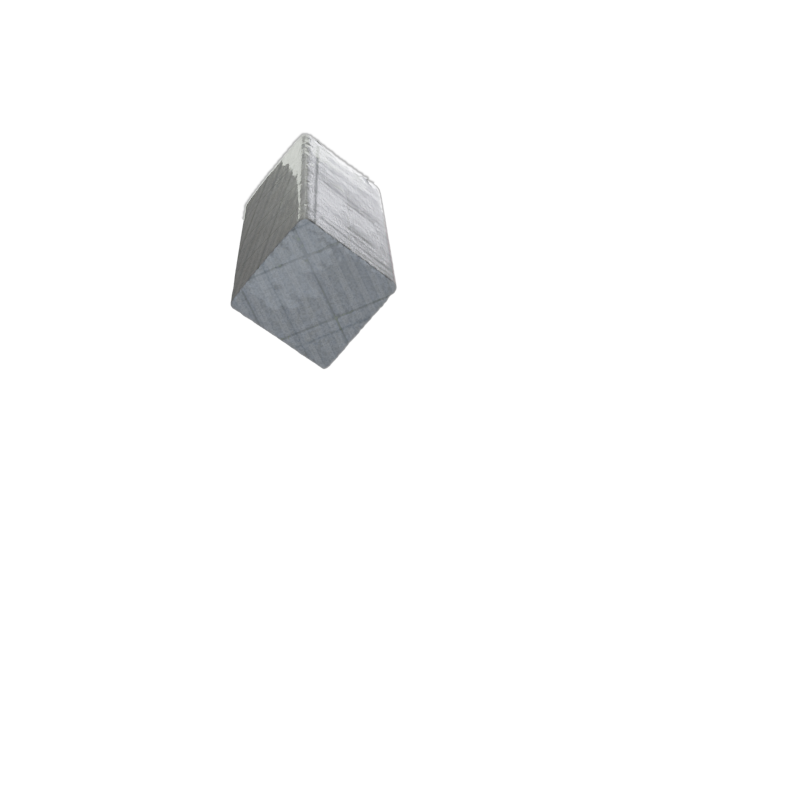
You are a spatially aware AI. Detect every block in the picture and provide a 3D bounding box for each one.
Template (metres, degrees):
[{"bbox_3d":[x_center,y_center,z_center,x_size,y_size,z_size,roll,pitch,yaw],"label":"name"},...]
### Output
[{"bbox_3d":[-0.070,-0.128,0.894,0.087,0.089,0.218,35,21,-20],"label":"block"}]
